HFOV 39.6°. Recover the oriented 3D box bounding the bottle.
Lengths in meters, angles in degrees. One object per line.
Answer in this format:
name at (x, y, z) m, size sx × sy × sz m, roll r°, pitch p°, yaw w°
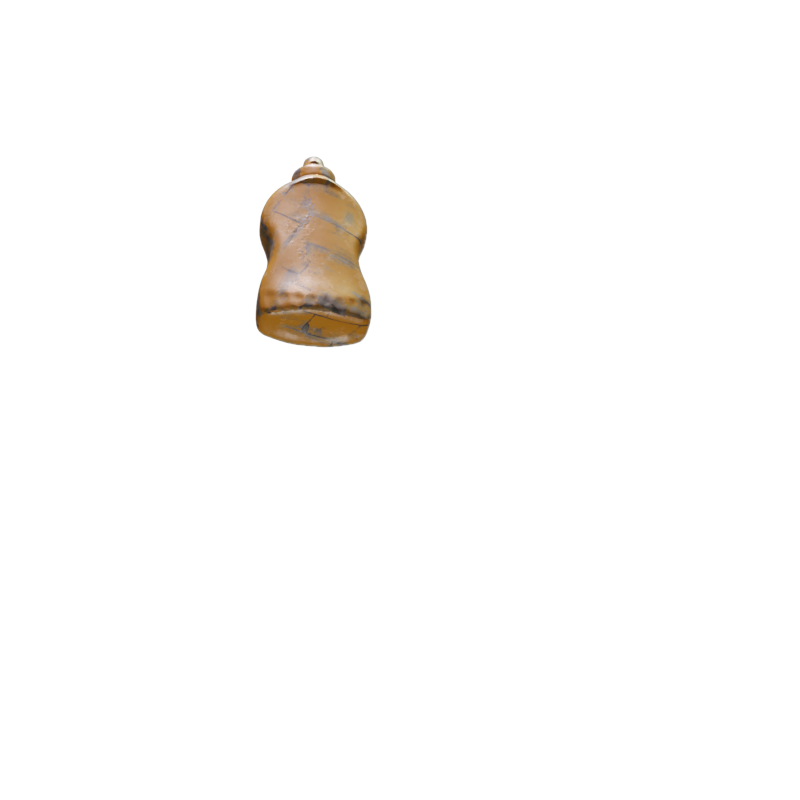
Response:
bottle at (-0.077, -0.141, 0.984) m, size 0.095 × 0.205 × 0.055 m, roll 3°, pitch -37°, yaw -8°
